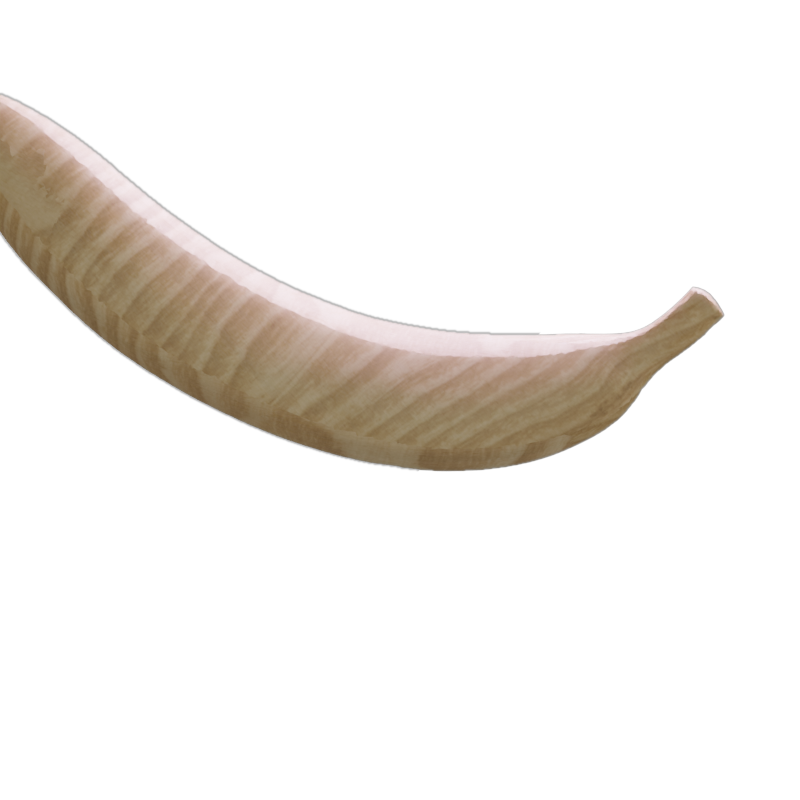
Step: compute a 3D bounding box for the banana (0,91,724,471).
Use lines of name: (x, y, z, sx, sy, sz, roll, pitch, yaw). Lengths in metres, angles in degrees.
banana: (-0.024, -0.023, 0.289, 0.197, 0.068, 0.037, 15, 9, -2)
